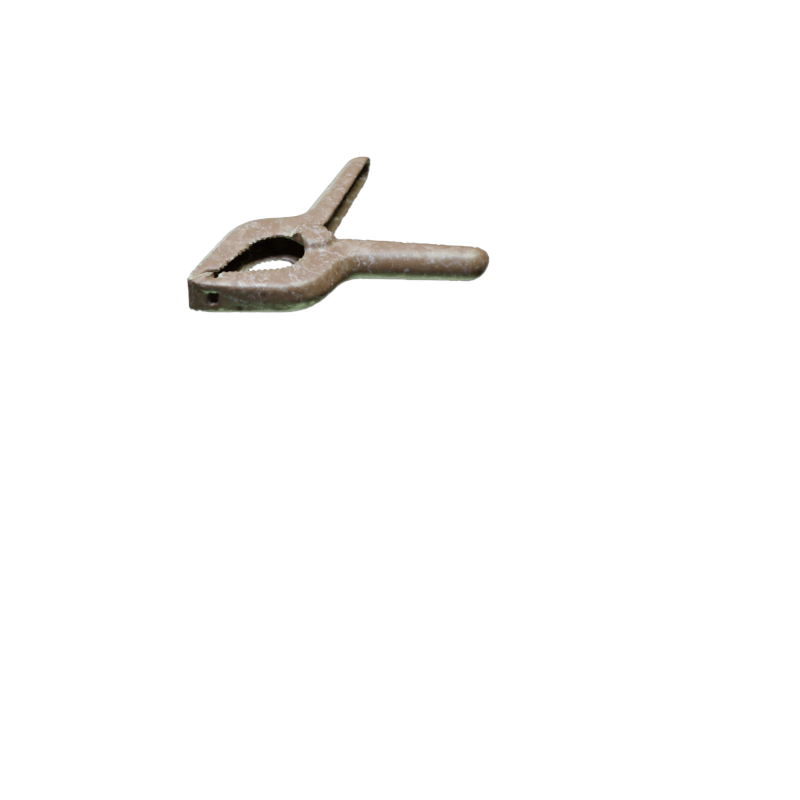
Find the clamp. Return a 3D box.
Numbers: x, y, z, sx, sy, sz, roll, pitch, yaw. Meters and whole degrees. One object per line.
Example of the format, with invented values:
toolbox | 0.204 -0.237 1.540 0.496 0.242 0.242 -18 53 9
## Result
clamp | -0.064 -0.117 0.818 0.207 0.034 0.178 -18 43 -20
